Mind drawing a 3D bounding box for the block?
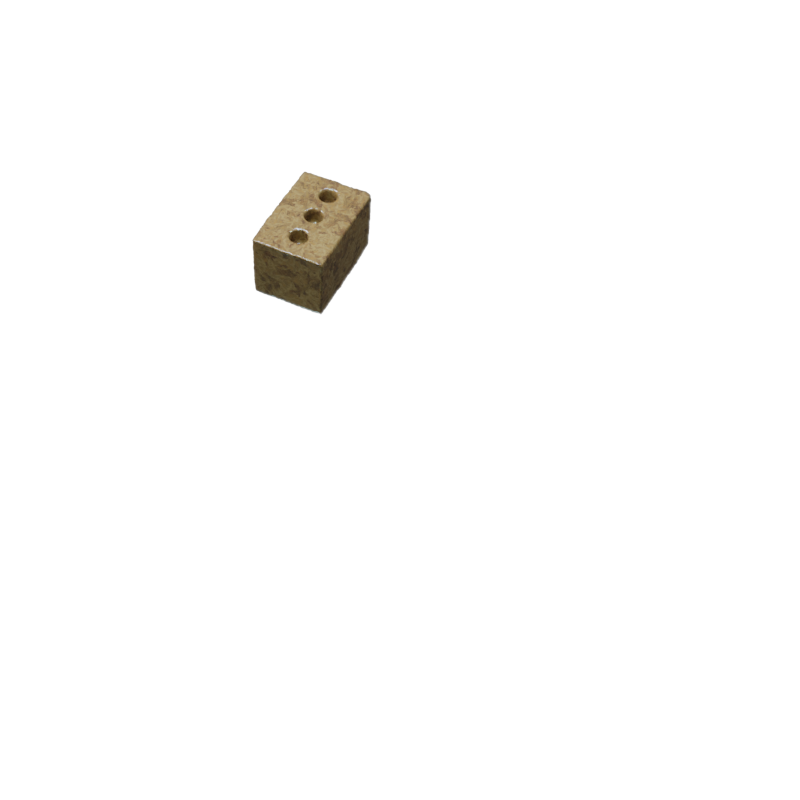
[{"bbox_3d":[-0.059,-0.108,0.755,0.054,0.081,0.048,19,-38,14],"label":"block"}]
